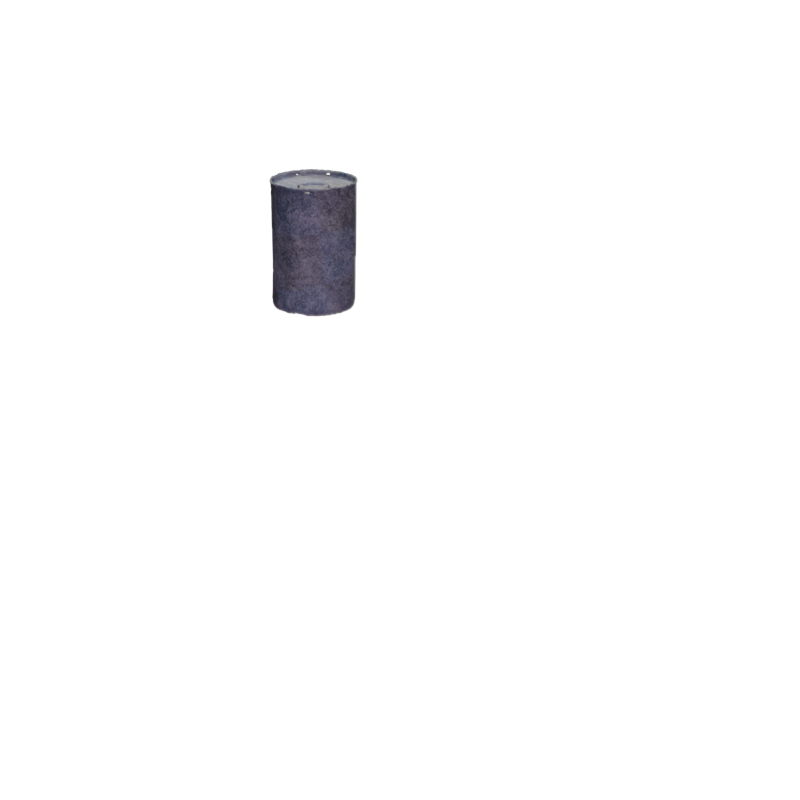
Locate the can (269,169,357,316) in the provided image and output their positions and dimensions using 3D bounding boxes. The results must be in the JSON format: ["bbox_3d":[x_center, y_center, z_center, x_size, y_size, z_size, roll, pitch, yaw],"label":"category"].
[{"bbox_3d":[-0.068,-0.124,0.869,0.068,0.098,0.071,0,19,-2],"label":"can"}]
